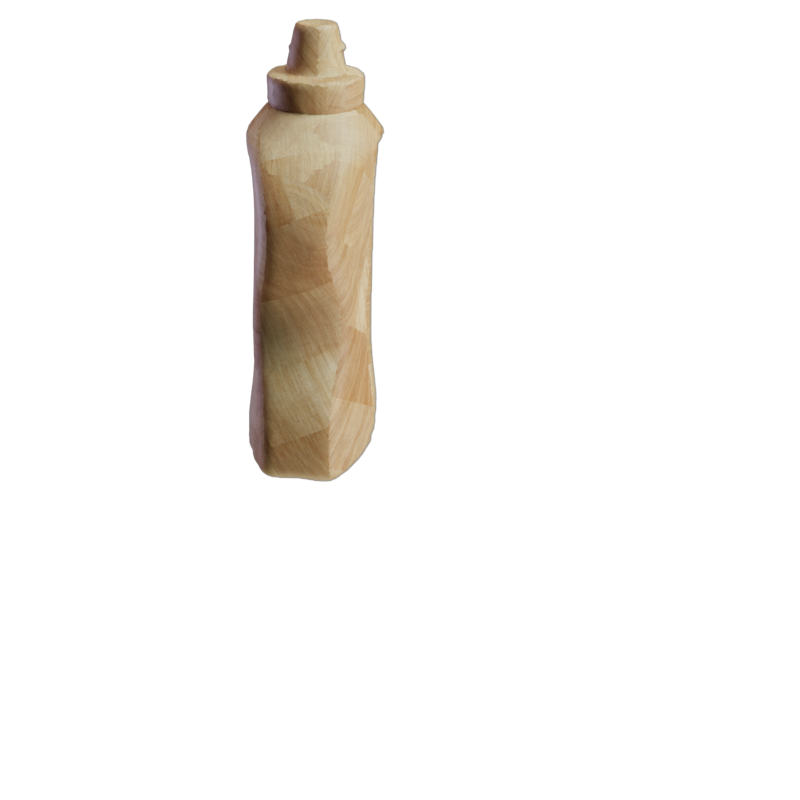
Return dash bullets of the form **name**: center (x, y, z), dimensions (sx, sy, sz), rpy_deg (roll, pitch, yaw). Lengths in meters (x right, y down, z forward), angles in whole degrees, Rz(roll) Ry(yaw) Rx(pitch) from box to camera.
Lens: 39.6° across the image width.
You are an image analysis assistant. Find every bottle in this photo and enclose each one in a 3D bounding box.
- **bottle**: center (-0.037, -0.069, 0.485), dimensions (0.059, 0.182, 0.100), rpy_deg (4, 24, 6)
